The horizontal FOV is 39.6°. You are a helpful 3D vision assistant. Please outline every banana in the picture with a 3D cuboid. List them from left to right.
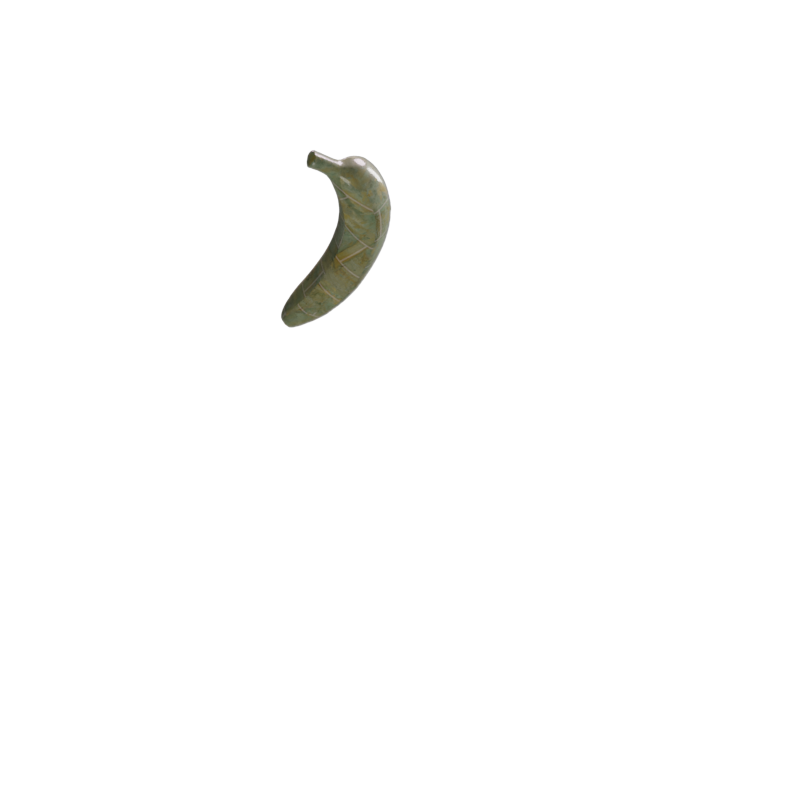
[{"bbox_3d":[-0.046,-0.119,0.826,0.069,0.039,0.186,5,-37,-8],"label":"banana"}]
